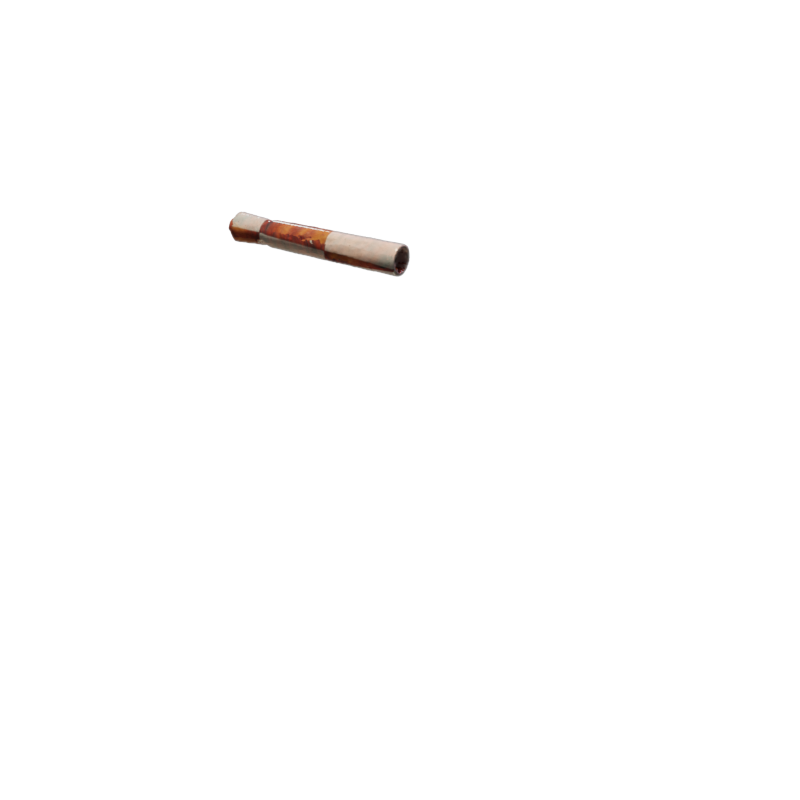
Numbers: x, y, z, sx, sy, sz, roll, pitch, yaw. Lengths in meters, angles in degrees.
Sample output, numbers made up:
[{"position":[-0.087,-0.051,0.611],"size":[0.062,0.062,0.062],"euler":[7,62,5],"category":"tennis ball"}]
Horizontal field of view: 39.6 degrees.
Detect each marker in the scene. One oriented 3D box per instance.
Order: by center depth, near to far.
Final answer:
[{"position":[-0.051,-0.093,0.652],"size":[0.127,0.019,0.019],"euler":[16,12,31],"category":"marker"}]
